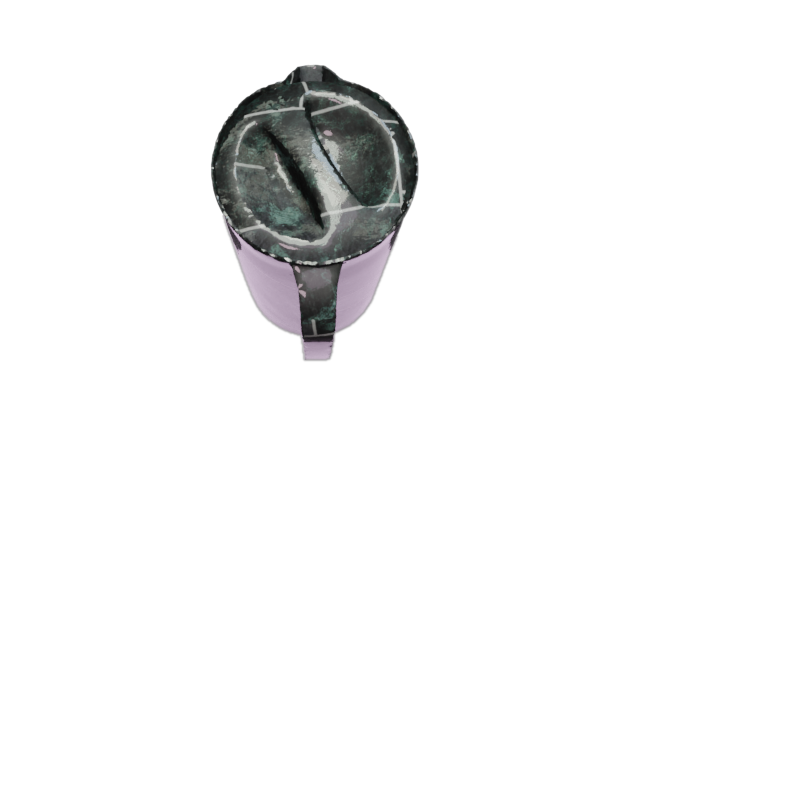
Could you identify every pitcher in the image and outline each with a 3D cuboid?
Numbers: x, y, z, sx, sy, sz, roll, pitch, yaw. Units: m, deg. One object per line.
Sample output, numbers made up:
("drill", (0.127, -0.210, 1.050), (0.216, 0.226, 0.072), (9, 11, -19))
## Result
("pitcher", (-0.064, -0.116, 0.813), (0.149, 0.151, 0.234), (41, -13, 7))
